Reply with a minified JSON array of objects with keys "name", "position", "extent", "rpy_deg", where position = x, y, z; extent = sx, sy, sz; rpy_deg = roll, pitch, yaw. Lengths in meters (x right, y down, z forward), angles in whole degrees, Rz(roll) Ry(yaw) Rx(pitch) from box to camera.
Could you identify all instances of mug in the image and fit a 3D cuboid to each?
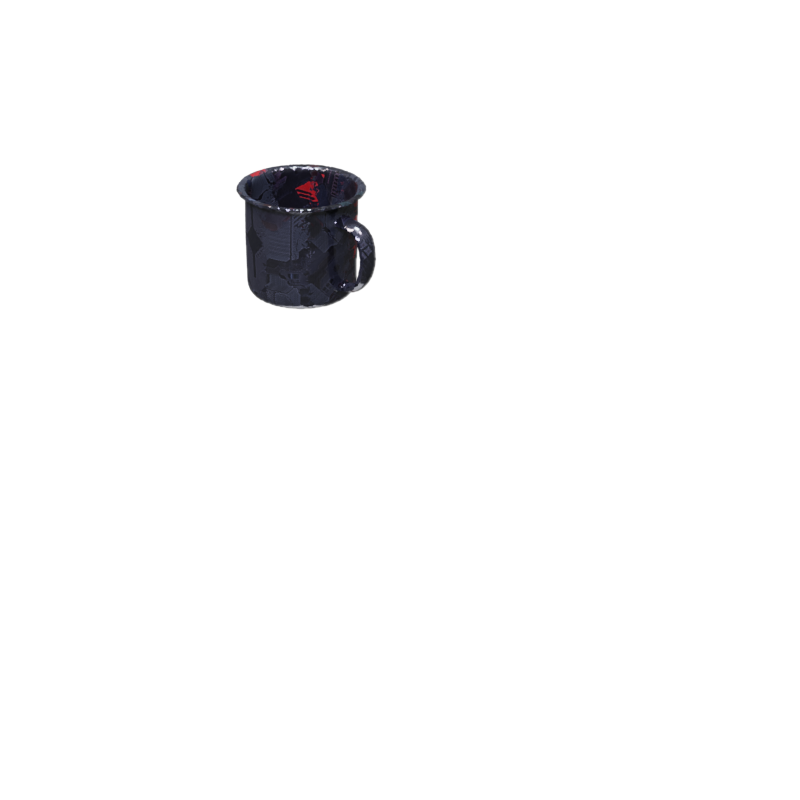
[{"name":"mug","position":[-0.063,-0.115,0.805],"extent":[0.124,0.077,0.093],"rpy_deg":[24,36,36]}]
